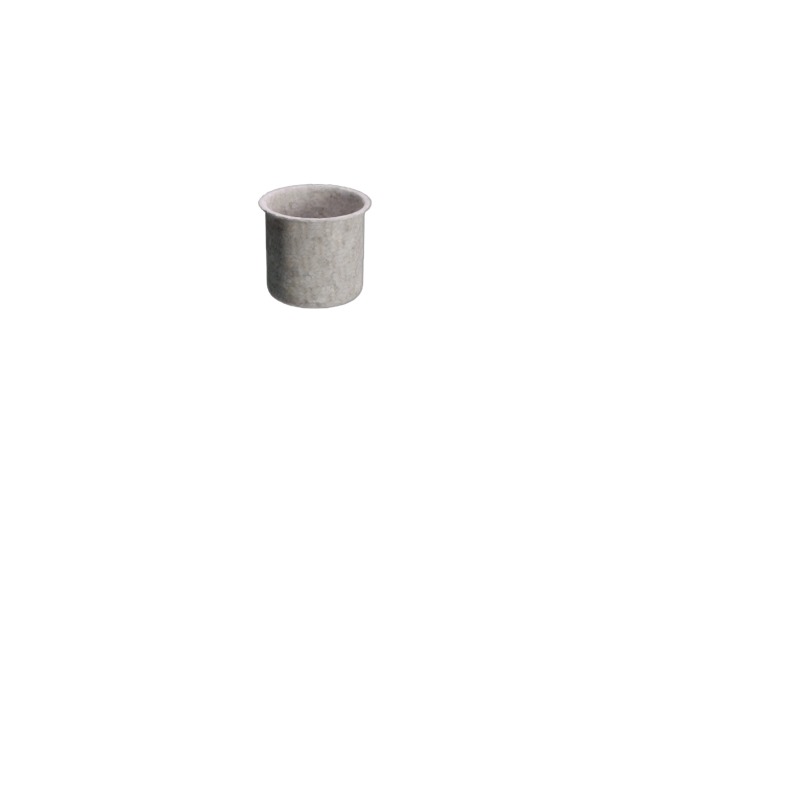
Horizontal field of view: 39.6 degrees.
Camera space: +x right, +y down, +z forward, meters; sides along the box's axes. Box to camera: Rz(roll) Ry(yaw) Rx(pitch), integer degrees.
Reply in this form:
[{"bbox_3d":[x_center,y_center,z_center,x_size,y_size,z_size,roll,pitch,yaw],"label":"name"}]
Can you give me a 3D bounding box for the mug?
[{"bbox_3d":[-0.073,-0.133,0.933,0.092,0.077,0.124,-3,26,-9],"label":"mug"}]
